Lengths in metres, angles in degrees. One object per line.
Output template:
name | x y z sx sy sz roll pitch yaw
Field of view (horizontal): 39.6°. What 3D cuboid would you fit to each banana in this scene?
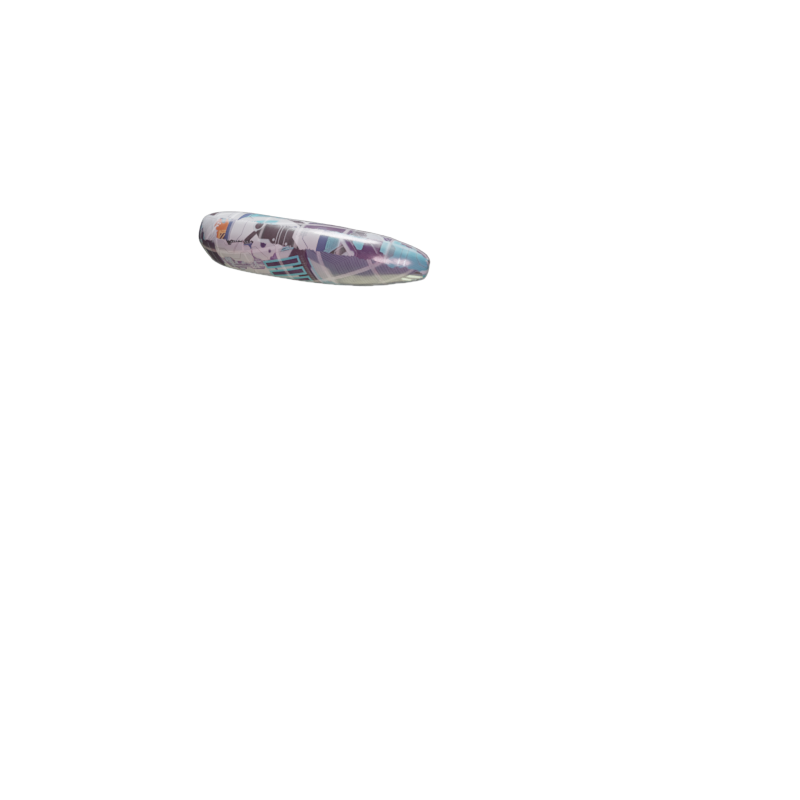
banana | -0.072 -0.099 0.701 0.068 0.036 0.209 -12 20 -40
